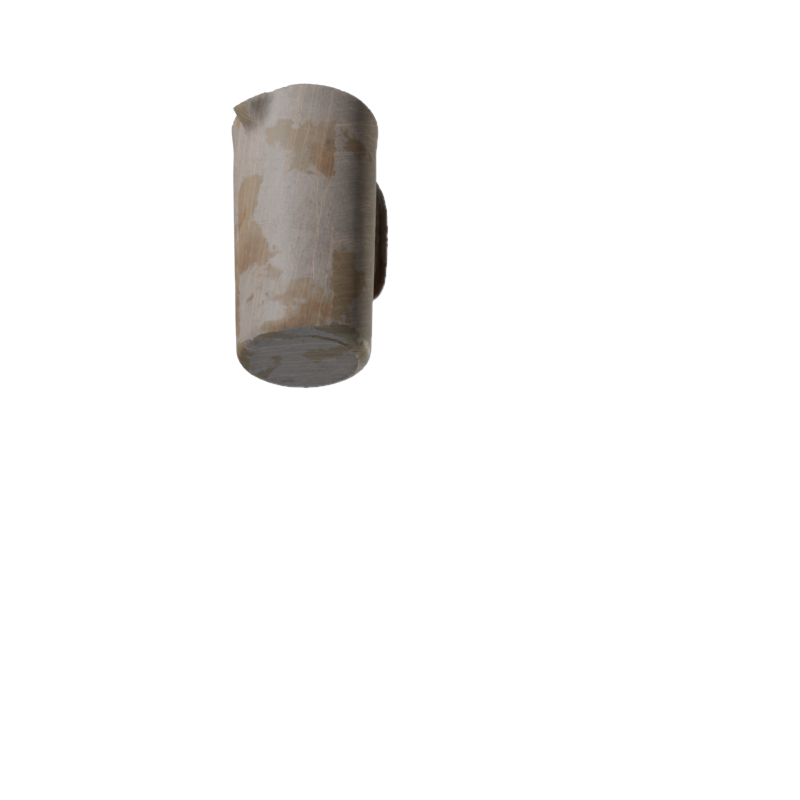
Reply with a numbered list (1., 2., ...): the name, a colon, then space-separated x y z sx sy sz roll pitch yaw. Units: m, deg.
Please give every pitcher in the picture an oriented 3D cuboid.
1. pitcher: -0.074 -0.136 0.950 0.148 0.259 0.137 2 -31 -6
